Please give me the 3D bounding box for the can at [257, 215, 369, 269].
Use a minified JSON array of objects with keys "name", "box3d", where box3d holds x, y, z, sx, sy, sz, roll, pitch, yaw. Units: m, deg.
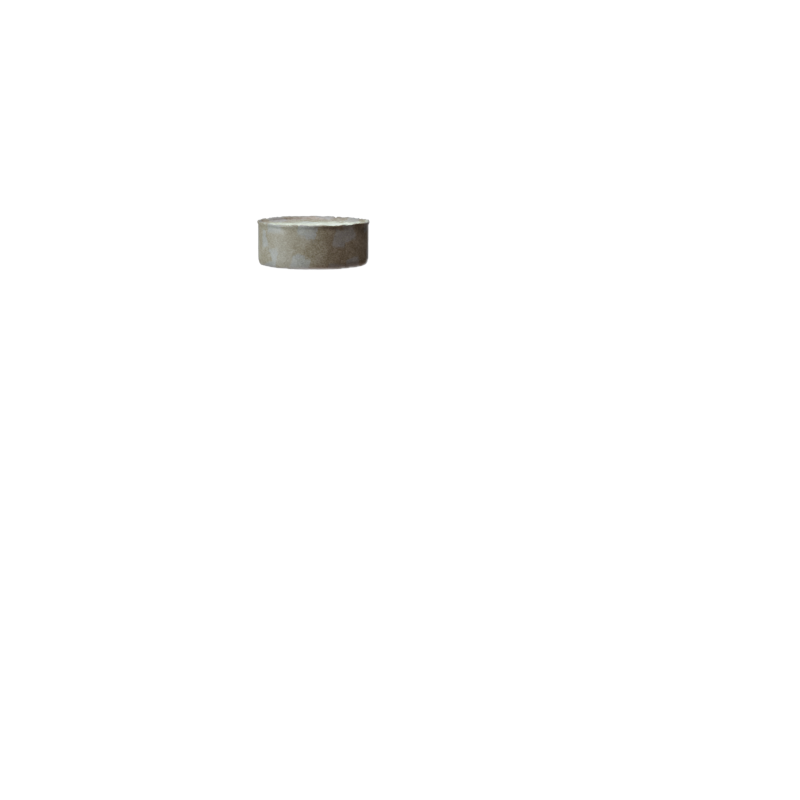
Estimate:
[{"name":"can","box3d":[-0.066,-0.121,0.846,0.086,0.033,0.088,0,13,-2]}]
